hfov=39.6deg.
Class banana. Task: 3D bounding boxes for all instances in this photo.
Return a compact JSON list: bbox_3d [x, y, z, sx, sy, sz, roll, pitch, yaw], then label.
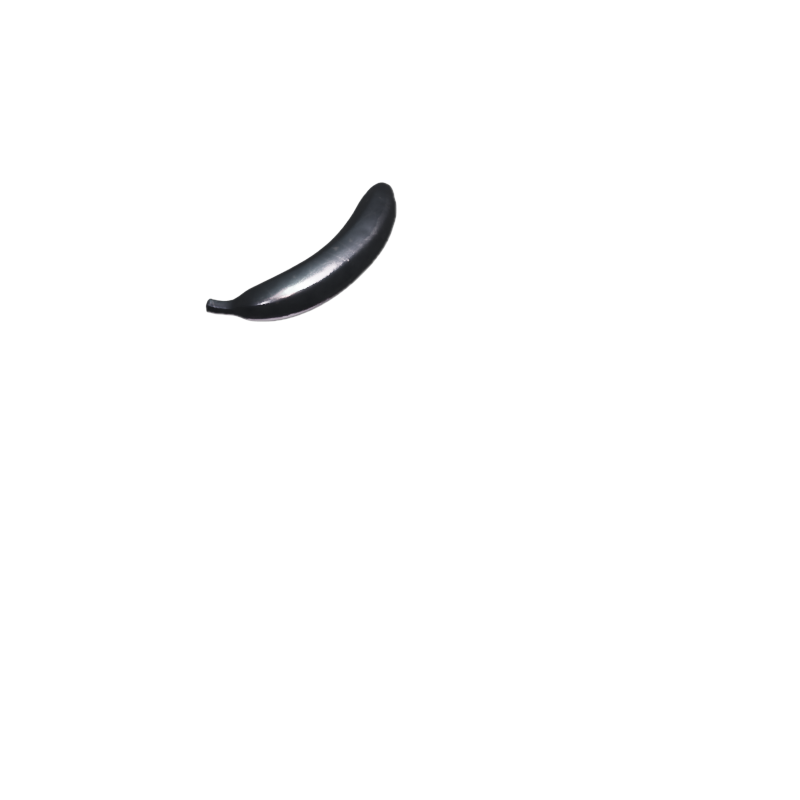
[{"bbox_3d":[-0.059,-0.114,0.875,0.074,0.034,0.199,36,57,27],"label":"banana"}]
